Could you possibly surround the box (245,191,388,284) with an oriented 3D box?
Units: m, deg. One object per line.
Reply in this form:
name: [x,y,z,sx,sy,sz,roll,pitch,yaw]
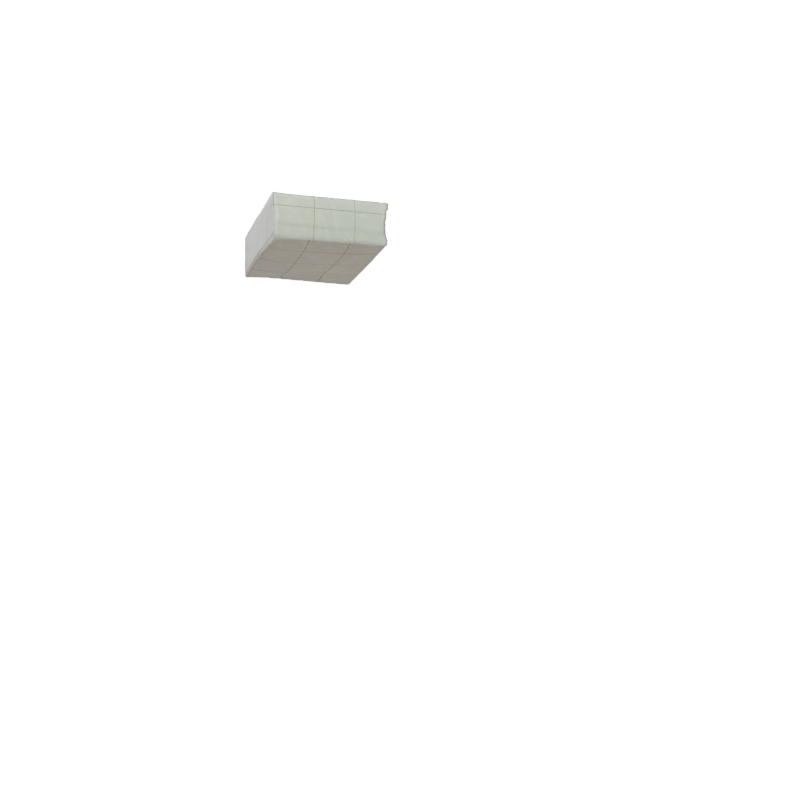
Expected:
box: [-0.068,-0.123,0.862,0.088,0.040,0.112,3,-10,-16]
